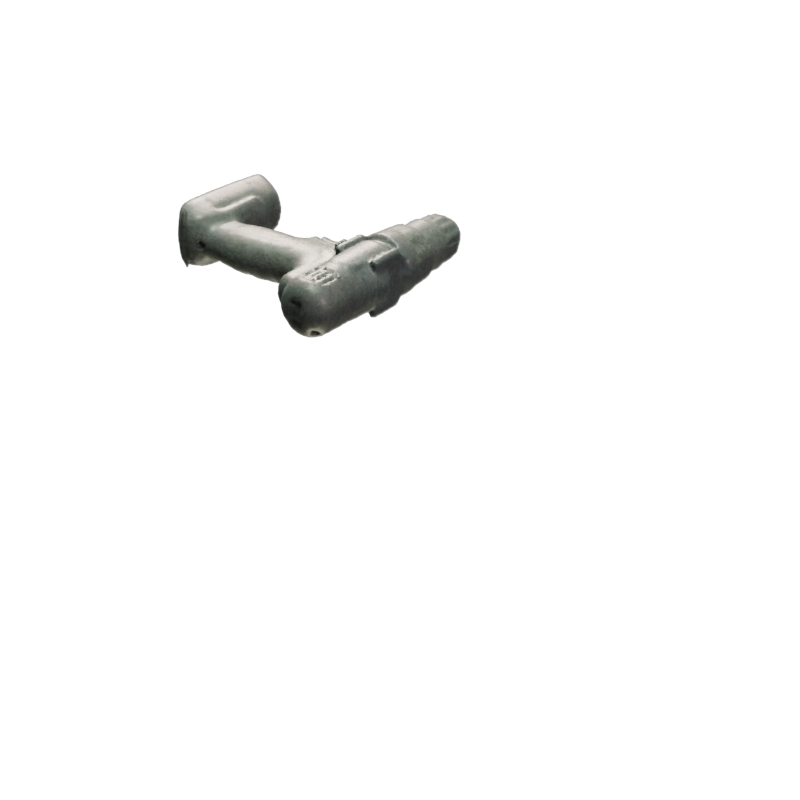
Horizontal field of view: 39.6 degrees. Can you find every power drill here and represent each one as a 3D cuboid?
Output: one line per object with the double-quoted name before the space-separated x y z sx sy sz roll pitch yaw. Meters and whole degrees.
"power drill" -0.069 -0.126 0.881 0.199 0.054 0.184 23 37 34
